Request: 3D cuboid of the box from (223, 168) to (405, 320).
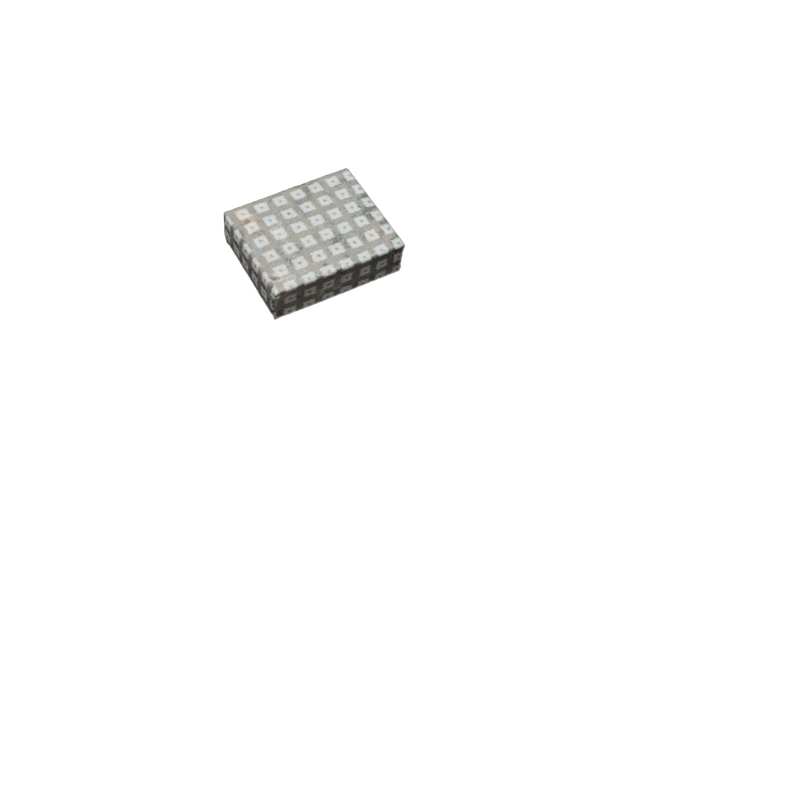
[{"bbox_3d":[-0.067,-0.122,0.852,0.113,0.097,0.036,-24,-33,-18],"label":"box"}]
